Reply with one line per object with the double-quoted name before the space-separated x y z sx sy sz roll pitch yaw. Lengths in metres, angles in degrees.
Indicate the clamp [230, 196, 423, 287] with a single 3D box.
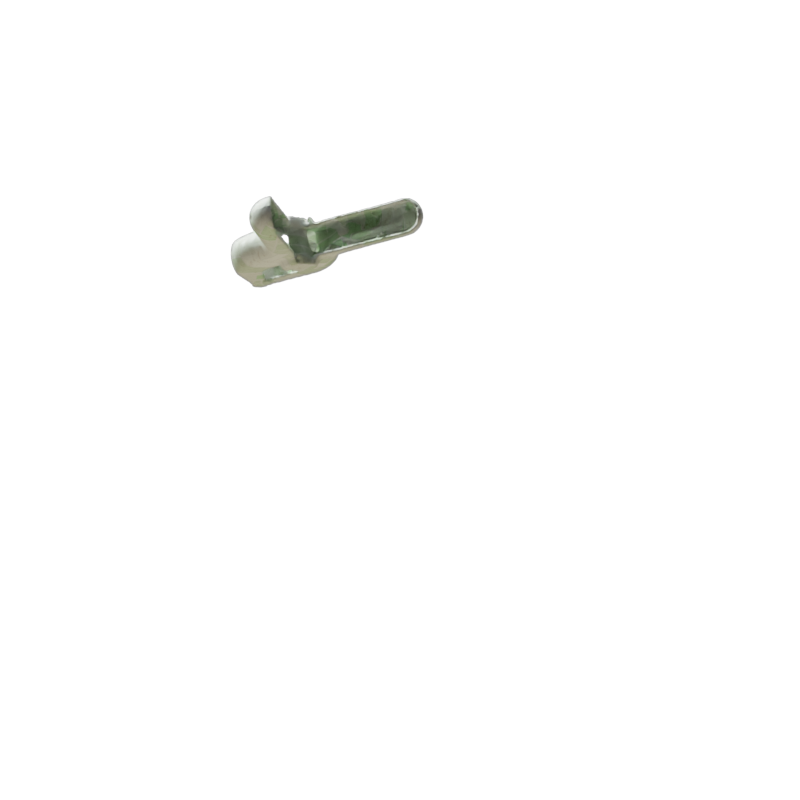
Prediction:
"clamp" -0.061 -0.112 0.783 0.117 0.040 0.172 2 -5 -18
